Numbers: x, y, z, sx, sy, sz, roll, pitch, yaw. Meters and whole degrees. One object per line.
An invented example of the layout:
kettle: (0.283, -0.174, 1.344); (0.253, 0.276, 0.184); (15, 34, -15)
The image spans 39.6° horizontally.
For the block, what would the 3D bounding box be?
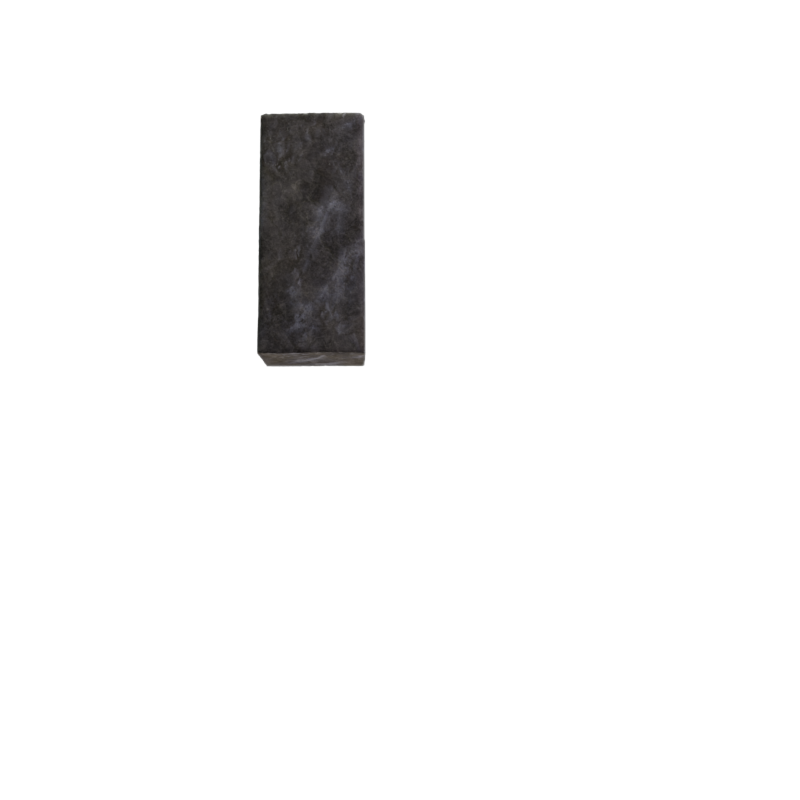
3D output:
block: (-0.075, -0.138, 0.963); (0.090, 0.213, 0.088); (-1, -12, 0)
